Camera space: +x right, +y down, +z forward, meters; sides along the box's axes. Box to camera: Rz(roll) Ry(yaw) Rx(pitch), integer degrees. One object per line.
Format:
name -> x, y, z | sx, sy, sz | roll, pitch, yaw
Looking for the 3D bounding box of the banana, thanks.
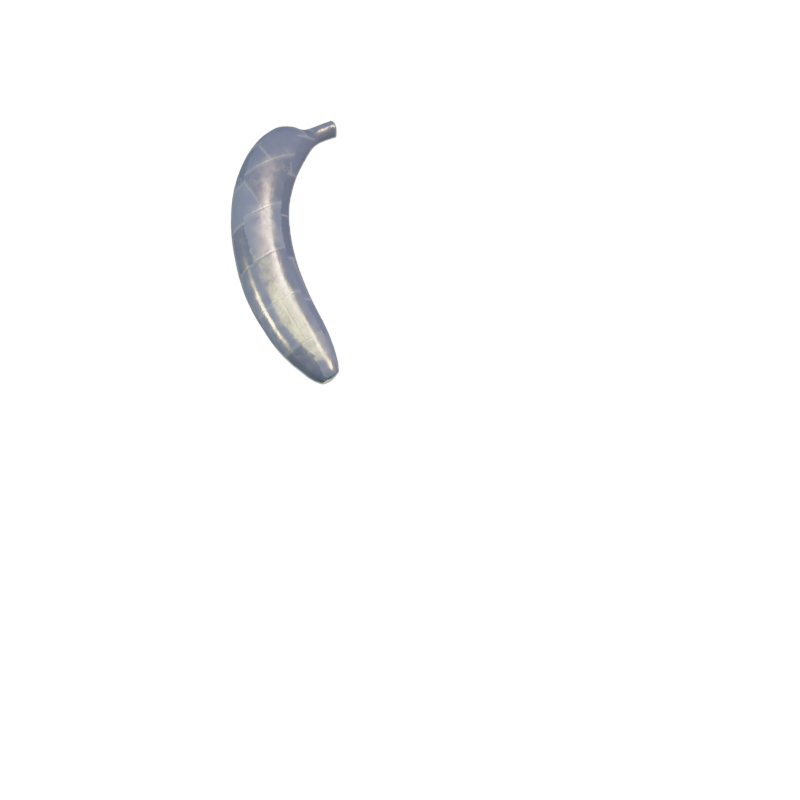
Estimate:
banana -> -0.074, -0.104, 0.707 | 0.069, 0.210, 0.035 | -1, -29, -1
